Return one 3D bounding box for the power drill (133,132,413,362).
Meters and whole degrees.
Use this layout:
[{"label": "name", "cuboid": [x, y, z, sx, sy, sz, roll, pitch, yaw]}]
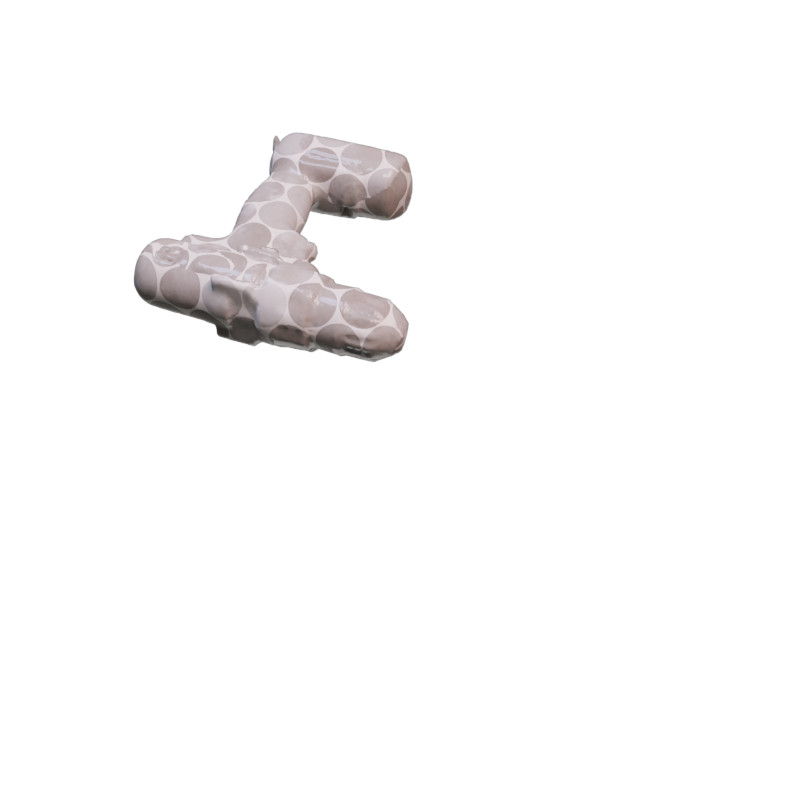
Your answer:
[{"label": "power drill", "cuboid": [-0.058, -0.106, 0.743, 0.191, 0.054, 0.194, 15, 42, 17]}]
